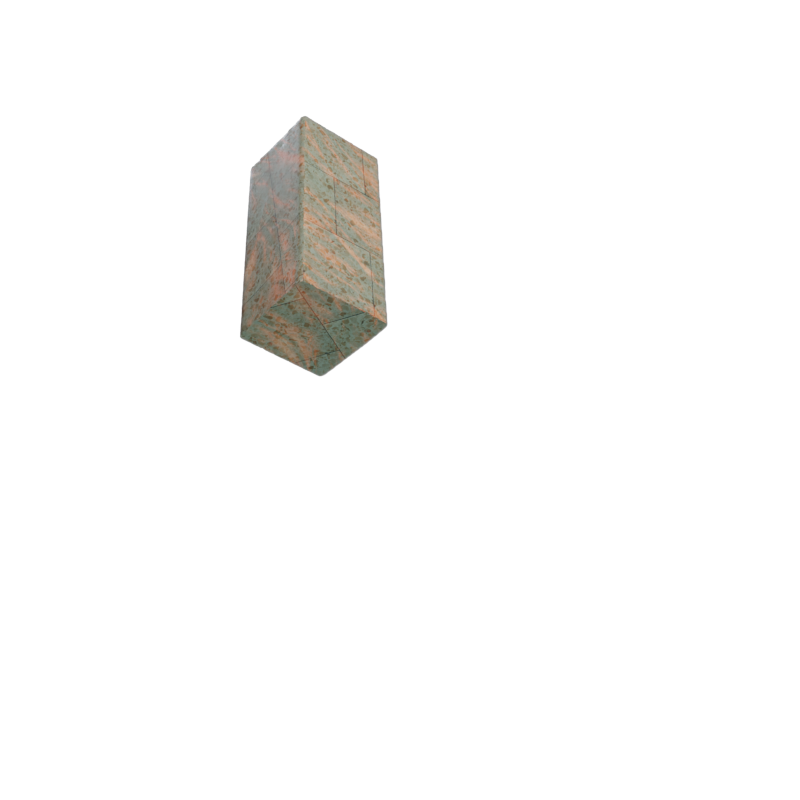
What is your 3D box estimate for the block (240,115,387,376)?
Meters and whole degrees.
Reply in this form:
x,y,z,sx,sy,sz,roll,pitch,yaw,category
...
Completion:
x,y,z,sx,sy,sz,roll,pitch,yaw,category
-0.077,-0.139,0.975,0.086,0.221,0.089,27,-49,-30,block
